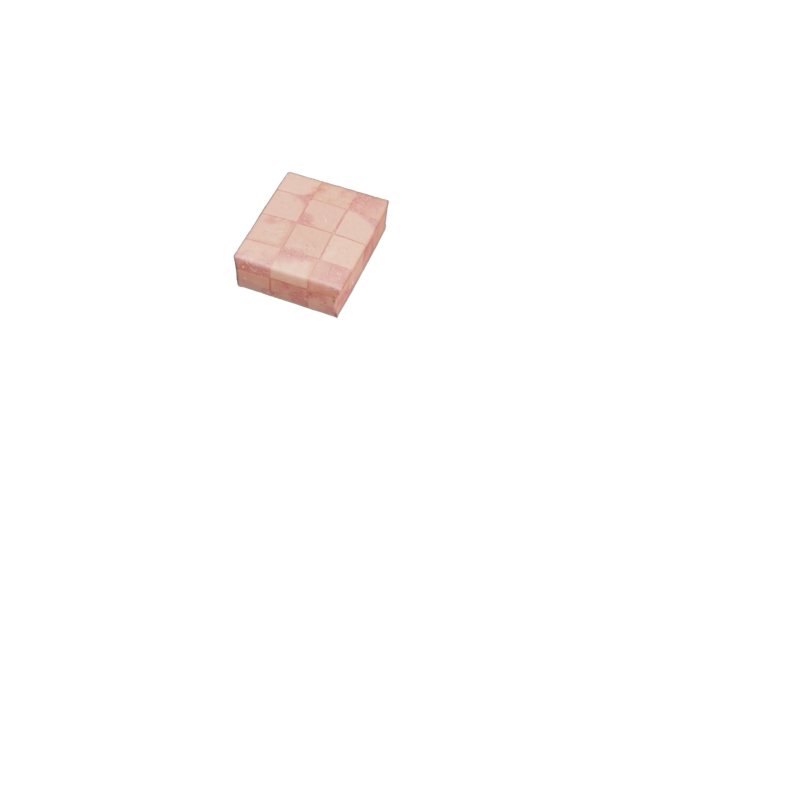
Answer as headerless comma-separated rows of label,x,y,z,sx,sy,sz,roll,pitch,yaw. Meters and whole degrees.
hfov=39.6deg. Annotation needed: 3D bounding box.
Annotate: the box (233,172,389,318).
box,-0.069,-0.126,0.884,0.092,0.119,0.036,16,-39,12
